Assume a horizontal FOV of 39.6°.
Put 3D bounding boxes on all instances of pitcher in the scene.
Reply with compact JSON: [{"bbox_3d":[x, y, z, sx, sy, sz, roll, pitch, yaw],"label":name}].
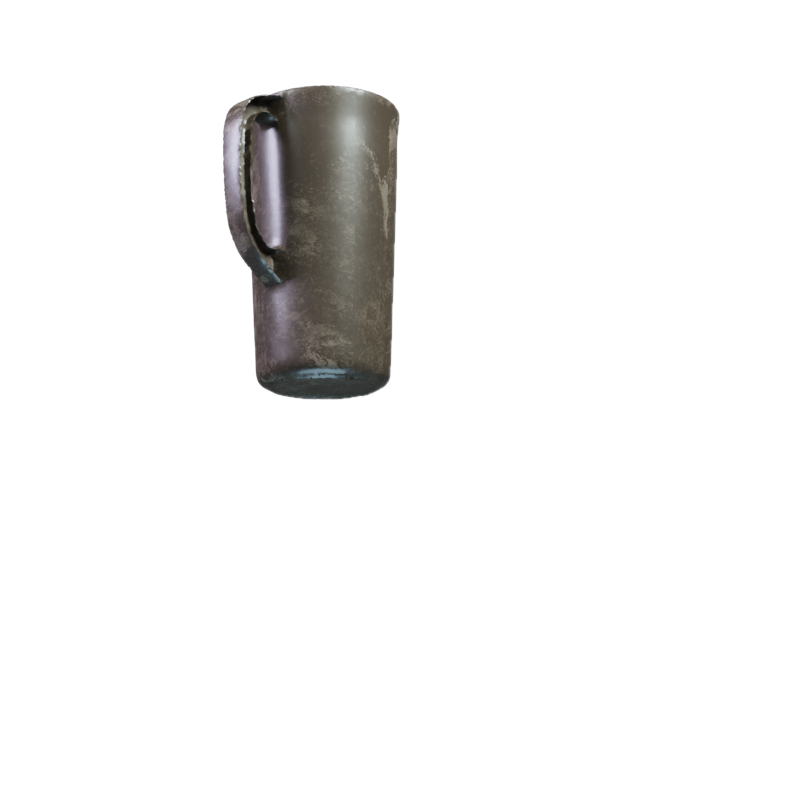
[{"bbox_3d":[-0.072,-0.131,0.914,0.148,0.253,0.140,0,-17,-5],"label":"pitcher"}]
